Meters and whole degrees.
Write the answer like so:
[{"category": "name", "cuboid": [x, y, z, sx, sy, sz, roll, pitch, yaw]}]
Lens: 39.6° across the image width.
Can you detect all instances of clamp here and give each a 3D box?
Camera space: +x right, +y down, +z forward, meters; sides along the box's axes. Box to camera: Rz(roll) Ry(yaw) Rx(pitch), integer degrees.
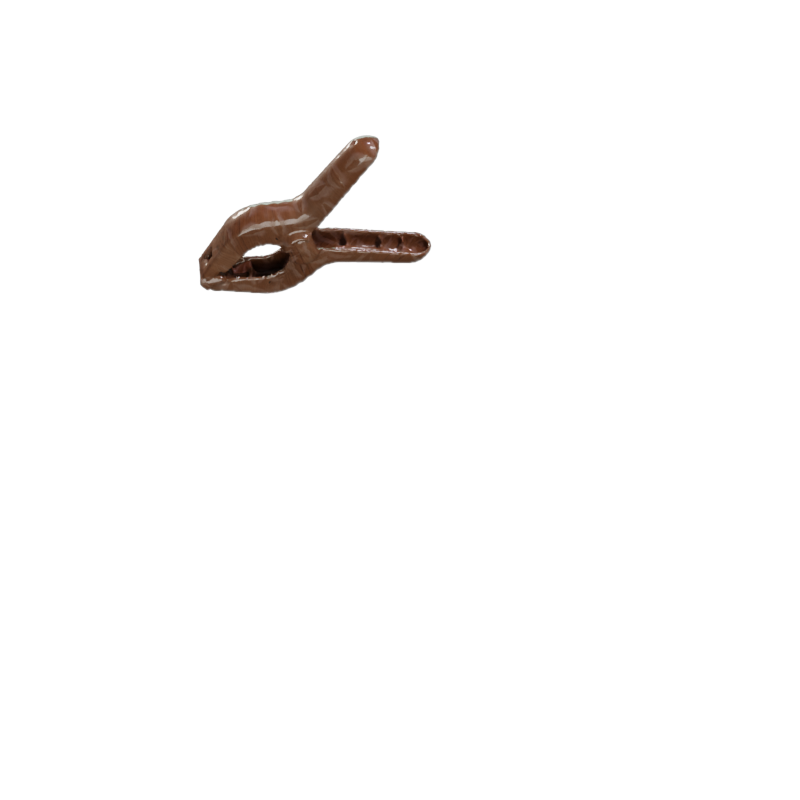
[{"category": "clamp", "cuboid": [-0.064, -0.117, 0.818, 0.172, 0.042, 0.112, -24, -53, 20]}]
